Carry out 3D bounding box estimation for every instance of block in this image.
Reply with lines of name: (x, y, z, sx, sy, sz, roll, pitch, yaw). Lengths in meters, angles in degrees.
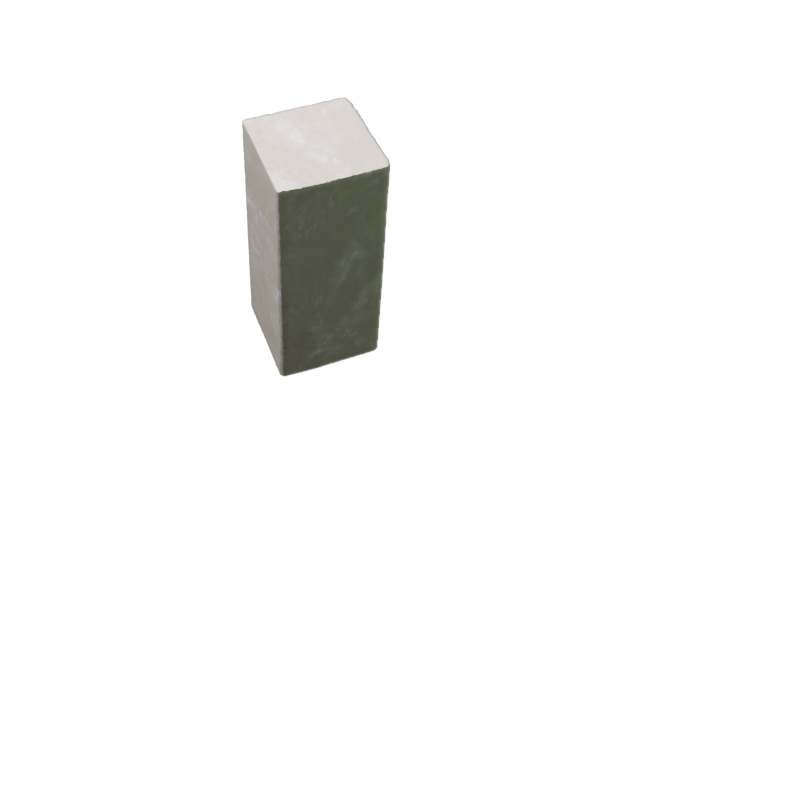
block: (-0.069, -0.127, 0.892, 0.089, 0.098, 0.192, -15, -40, -16)
